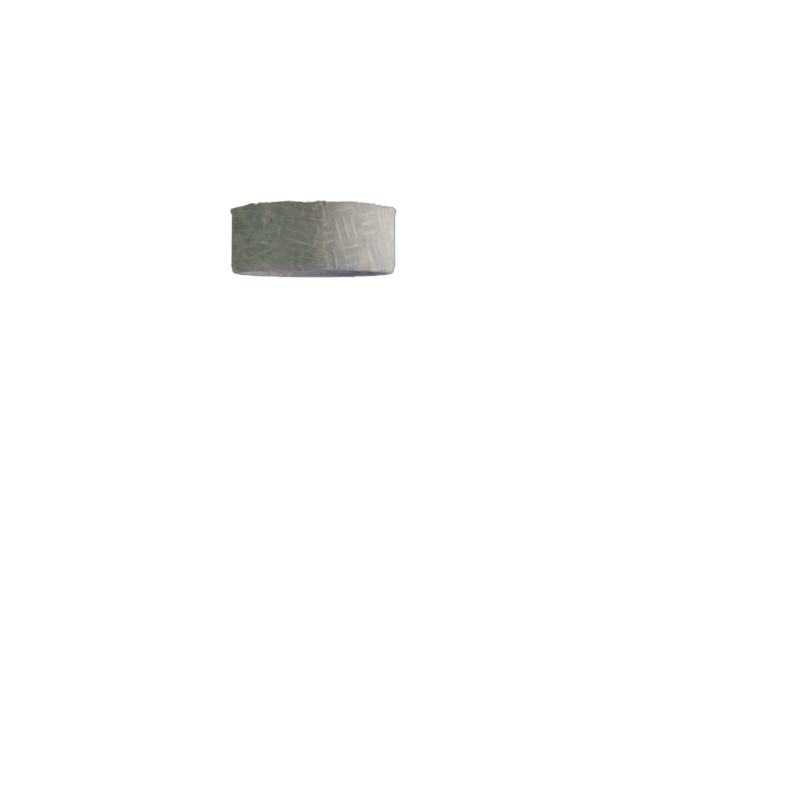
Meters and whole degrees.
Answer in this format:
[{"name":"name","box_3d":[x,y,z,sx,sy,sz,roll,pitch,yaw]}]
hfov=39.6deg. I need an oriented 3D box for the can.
[{"name":"can","box_3d":[-0.045,-0.082,0.571,0.086,0.034,0.086,0,3,-2]}]
